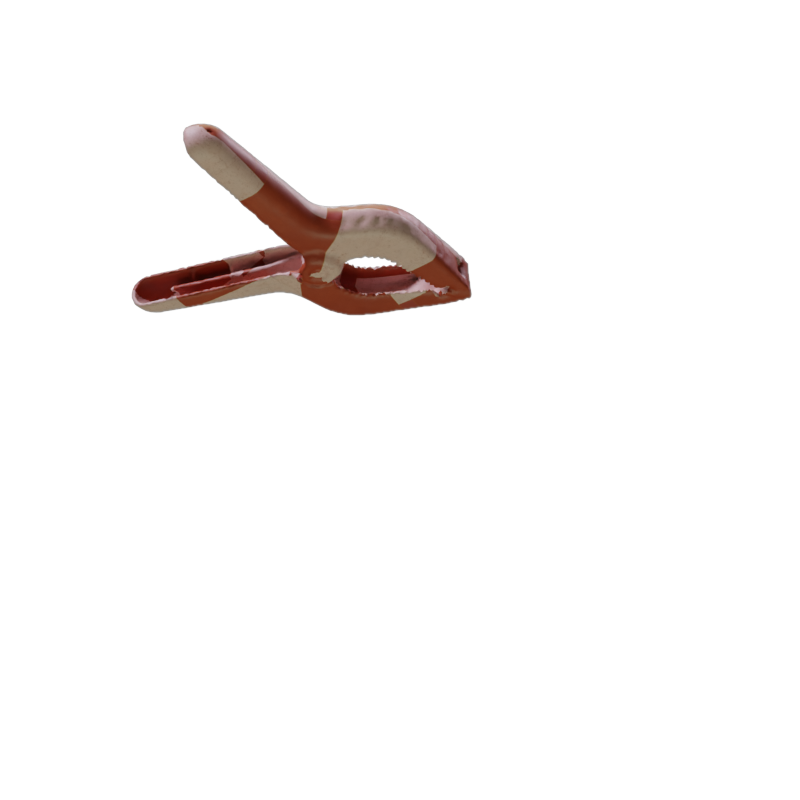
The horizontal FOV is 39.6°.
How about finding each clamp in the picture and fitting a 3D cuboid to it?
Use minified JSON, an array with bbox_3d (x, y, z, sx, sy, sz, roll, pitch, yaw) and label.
[{"bbox_3d":[-0.053,-0.096,0.674,0.207,0.039,0.156,6,-33,-10],"label":"clamp"}]
